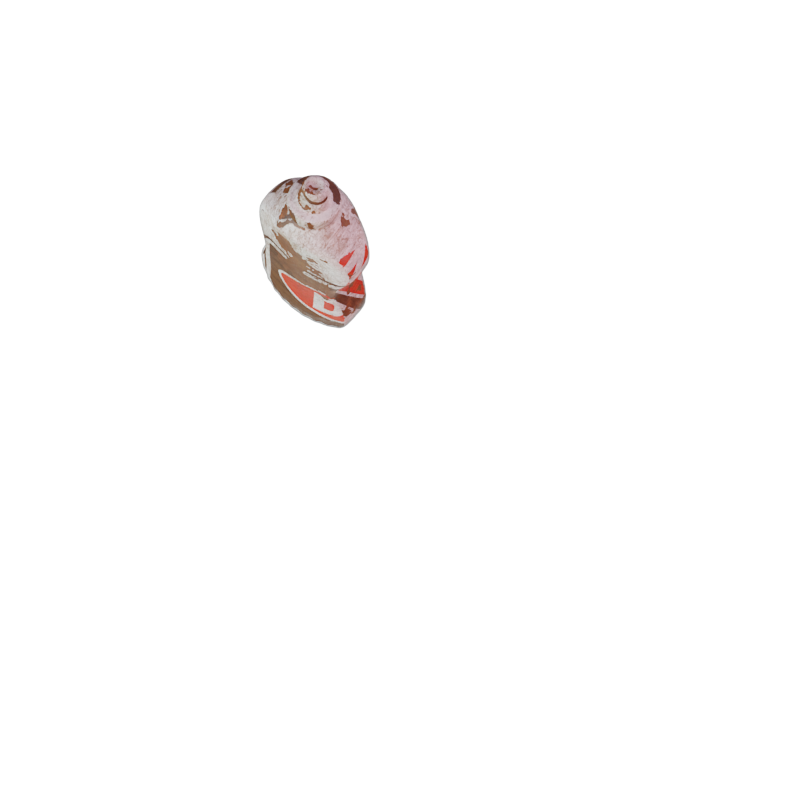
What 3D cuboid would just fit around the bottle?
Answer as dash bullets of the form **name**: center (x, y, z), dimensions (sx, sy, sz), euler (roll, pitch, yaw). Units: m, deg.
- **bottle**: center (-0.069, -0.127, 0.888), dimensions (0.099, 0.059, 0.183), euler (41, -16, 10)
